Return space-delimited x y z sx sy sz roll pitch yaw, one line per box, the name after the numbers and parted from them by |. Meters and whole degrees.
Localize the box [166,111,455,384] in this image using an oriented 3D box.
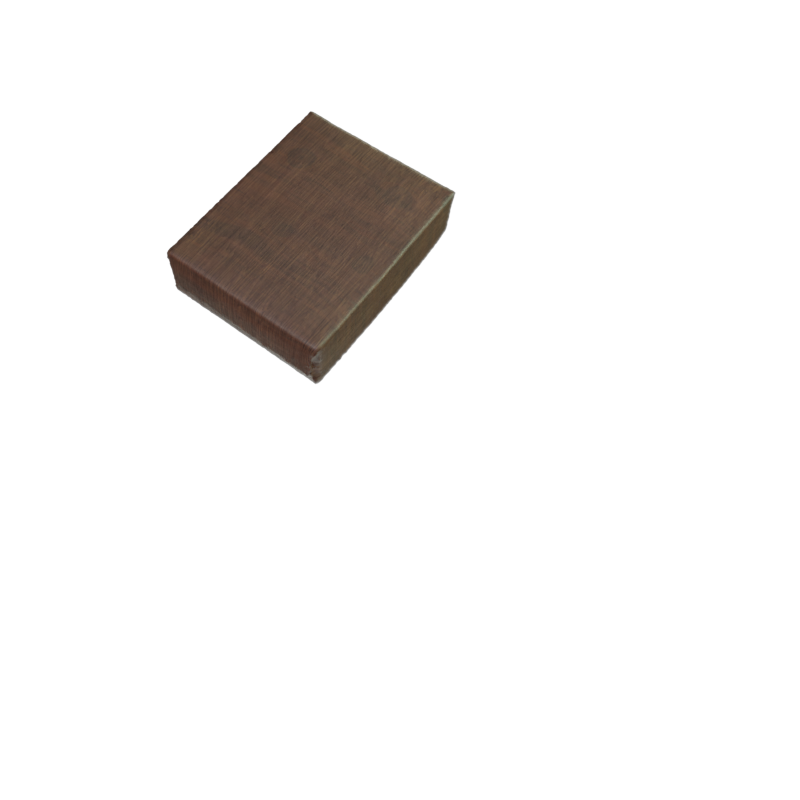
-0.042 -0.076 0.536 0.094 0.116 0.036 32 -28 18 | box
